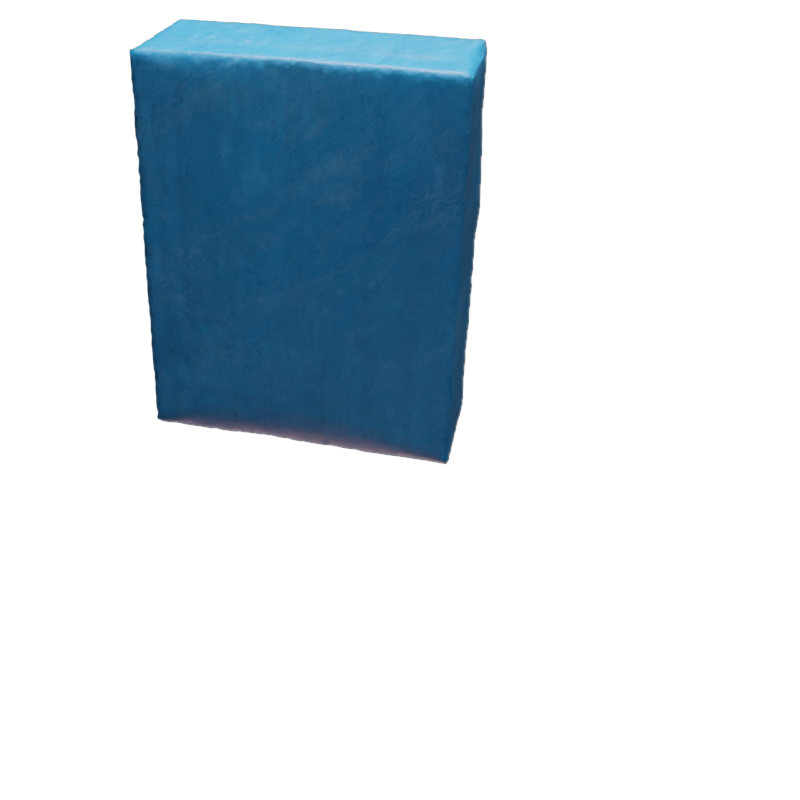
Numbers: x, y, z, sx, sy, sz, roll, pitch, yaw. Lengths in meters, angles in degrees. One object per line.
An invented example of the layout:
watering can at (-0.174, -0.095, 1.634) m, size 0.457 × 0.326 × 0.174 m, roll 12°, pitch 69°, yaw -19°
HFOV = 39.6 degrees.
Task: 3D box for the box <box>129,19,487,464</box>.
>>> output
box at (-0.045, -0.082, 0.574) m, size 0.167 × 0.202 × 0.075 m, roll 8°, pitch 29°, yaw 12°
